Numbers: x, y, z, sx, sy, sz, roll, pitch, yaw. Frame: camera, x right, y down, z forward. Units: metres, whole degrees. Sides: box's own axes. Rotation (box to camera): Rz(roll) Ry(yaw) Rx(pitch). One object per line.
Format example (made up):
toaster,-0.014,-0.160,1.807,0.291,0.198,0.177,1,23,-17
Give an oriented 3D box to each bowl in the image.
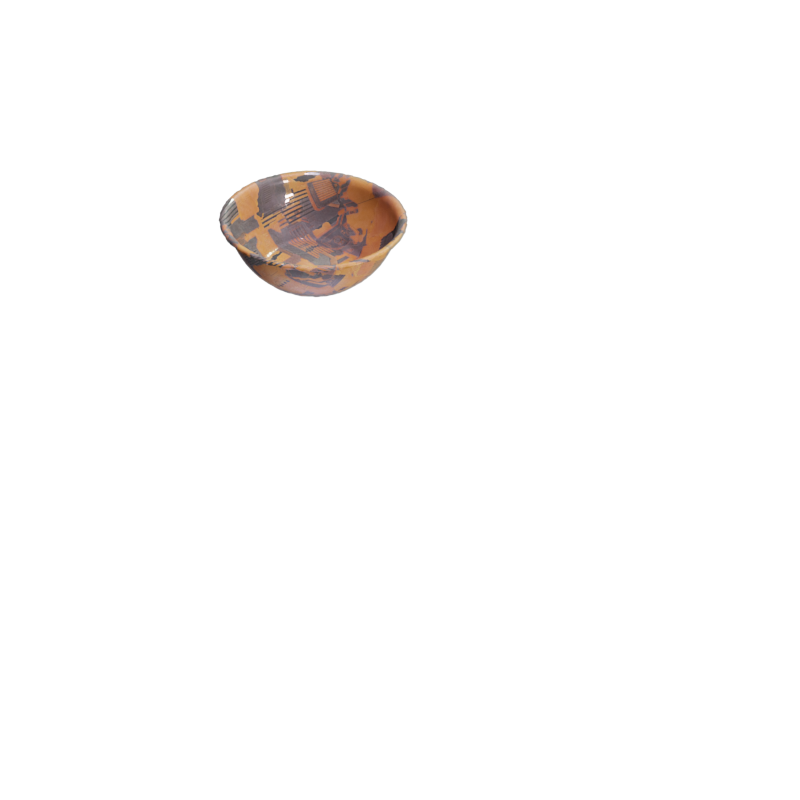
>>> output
bowl,-0.076,-0.138,0.966,0.162,0.051,0.173,-1,38,-2
